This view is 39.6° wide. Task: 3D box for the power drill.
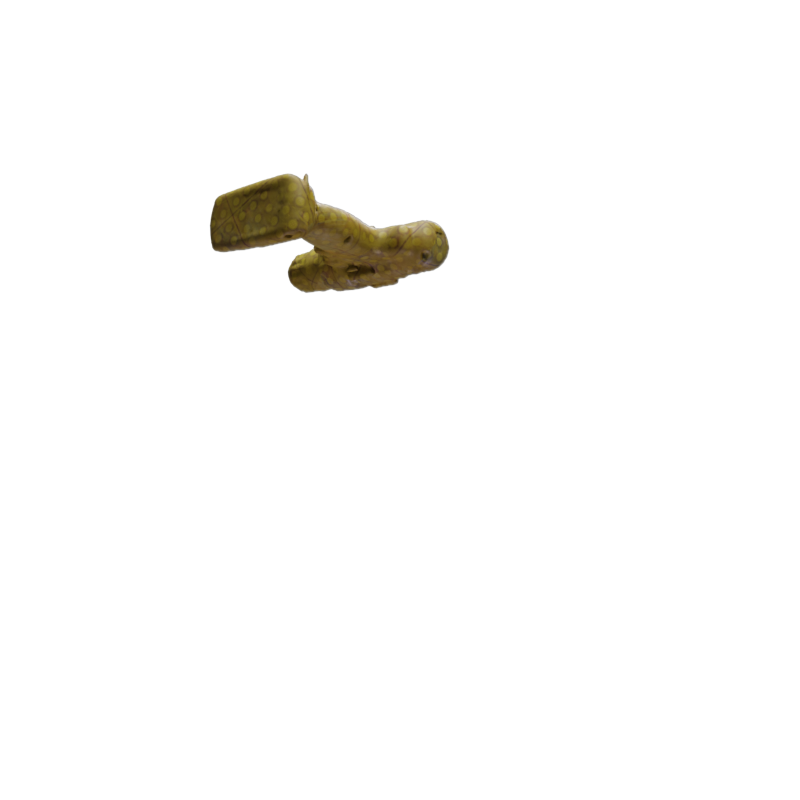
[{"bbox_3d":[-0.078,-0.143,0.999,0.188,0.059,0.177,-9,-14,41],"label":"power drill"}]
